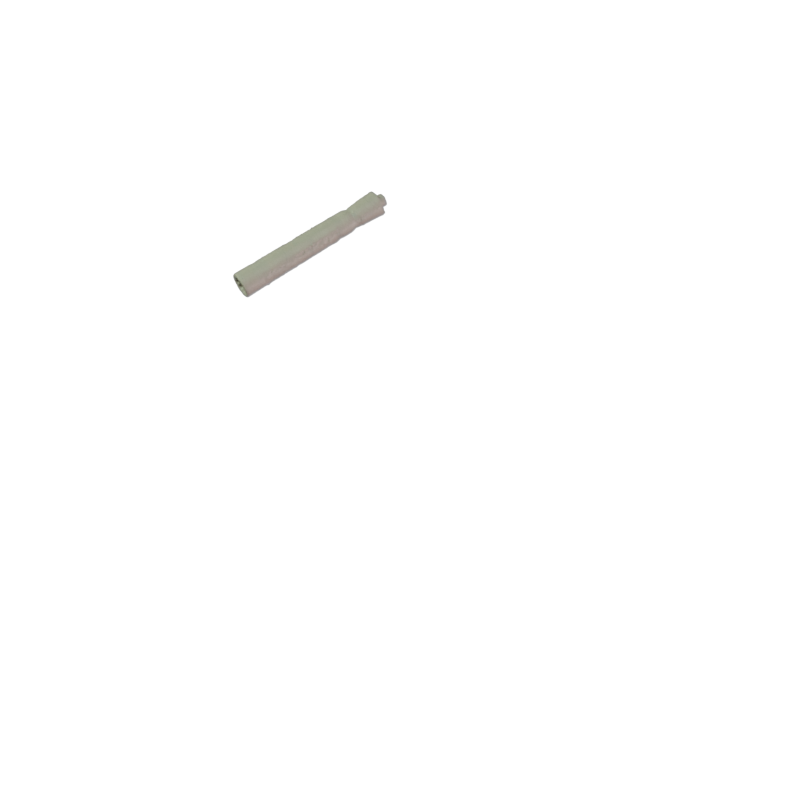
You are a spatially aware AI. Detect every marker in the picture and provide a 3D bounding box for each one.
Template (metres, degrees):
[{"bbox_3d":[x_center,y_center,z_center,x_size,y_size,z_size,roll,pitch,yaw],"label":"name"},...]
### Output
[{"bbox_3d":[-0.060,-0.110,0.770,0.121,0.019,0.020,-33,14,-15],"label":"marker"}]
